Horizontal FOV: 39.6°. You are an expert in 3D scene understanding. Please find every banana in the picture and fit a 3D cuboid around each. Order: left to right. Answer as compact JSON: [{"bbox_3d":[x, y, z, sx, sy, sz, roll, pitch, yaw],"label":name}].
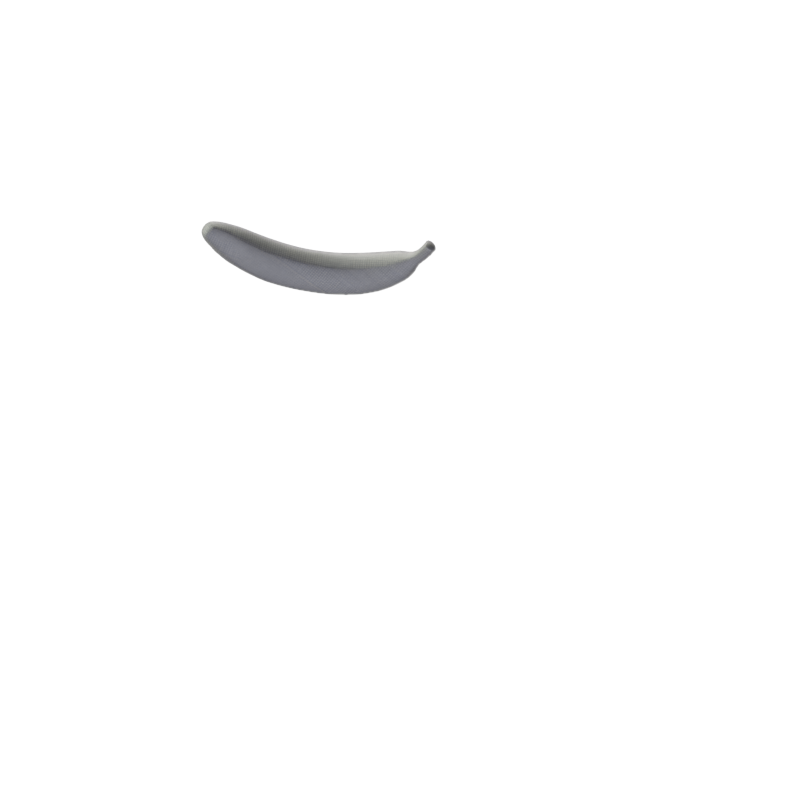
[{"bbox_3d":[-0.073,-0.122,0.959,0.197,0.065,0.039,3,41,-3],"label":"banana"}]
